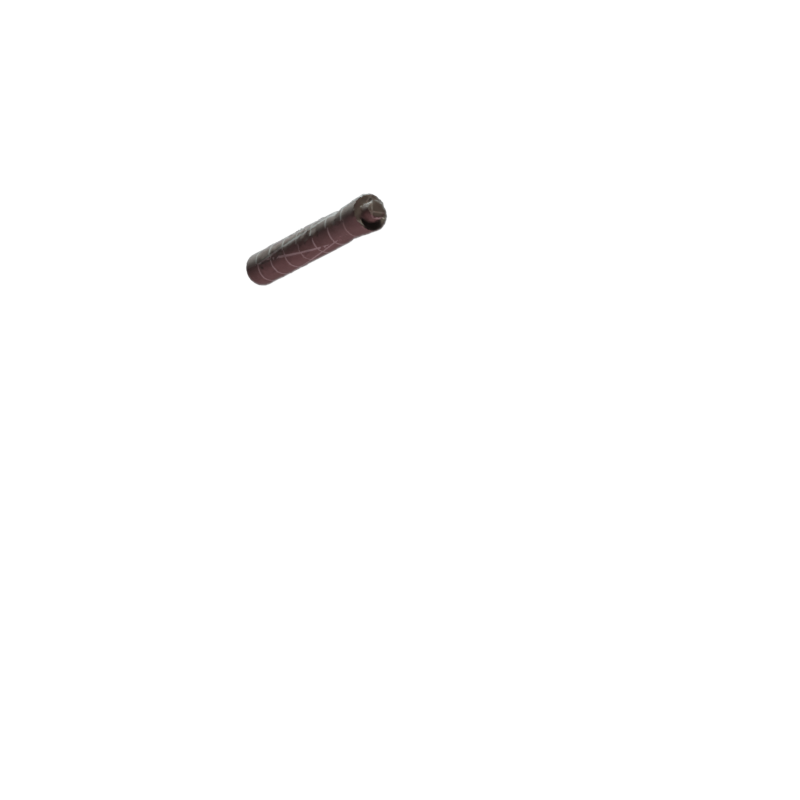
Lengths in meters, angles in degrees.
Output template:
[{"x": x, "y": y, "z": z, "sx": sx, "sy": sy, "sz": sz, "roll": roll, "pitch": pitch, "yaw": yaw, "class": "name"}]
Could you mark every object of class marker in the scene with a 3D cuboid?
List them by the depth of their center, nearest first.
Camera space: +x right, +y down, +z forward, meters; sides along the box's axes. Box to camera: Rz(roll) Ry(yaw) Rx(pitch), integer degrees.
[{"x": -0.044, "y": -0.081, "z": 0.567, "sx": 0.019, "sy": 0.020, "sz": 0.122, "roll": -2, "pitch": -7, "yaw": -34, "class": "marker"}]
